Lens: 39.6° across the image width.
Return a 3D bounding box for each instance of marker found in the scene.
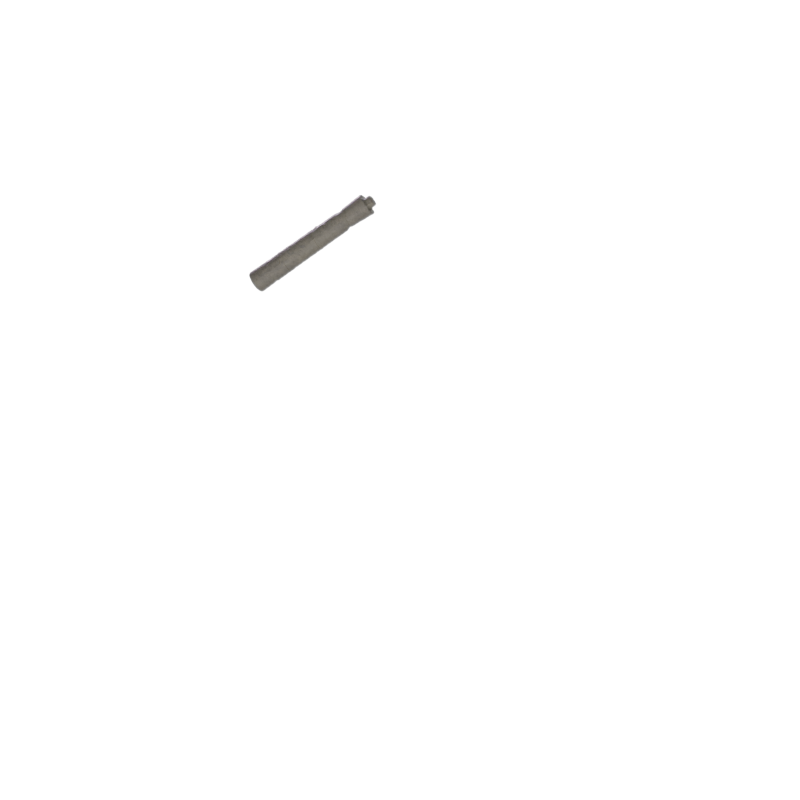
[{"bbox_3d":[-0.071,-0.129,0.905,0.120,0.020,0.019,-33,-5,15],"label":"marker"}]
